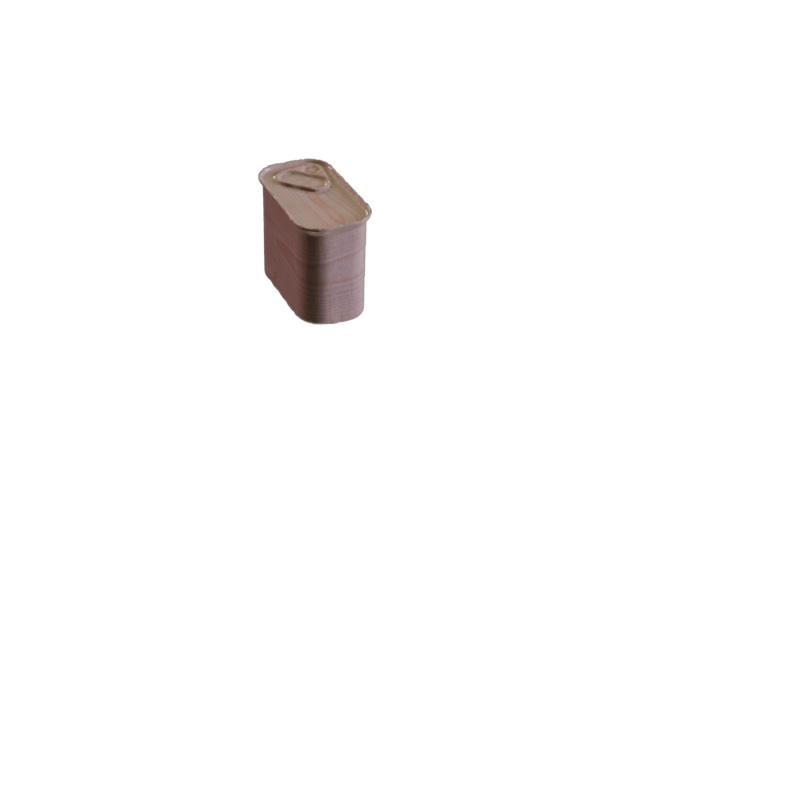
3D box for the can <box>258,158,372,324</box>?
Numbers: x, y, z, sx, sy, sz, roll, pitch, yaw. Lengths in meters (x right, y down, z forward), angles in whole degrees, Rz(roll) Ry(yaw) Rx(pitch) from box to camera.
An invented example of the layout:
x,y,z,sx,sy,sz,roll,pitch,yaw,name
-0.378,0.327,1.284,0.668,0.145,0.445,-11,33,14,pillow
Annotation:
x,y,z,sx,sy,sz,roll,pitch,yaw,name
-0.063,-0.115,0.804,0.057,0.078,0.110,-14,38,-21,can
